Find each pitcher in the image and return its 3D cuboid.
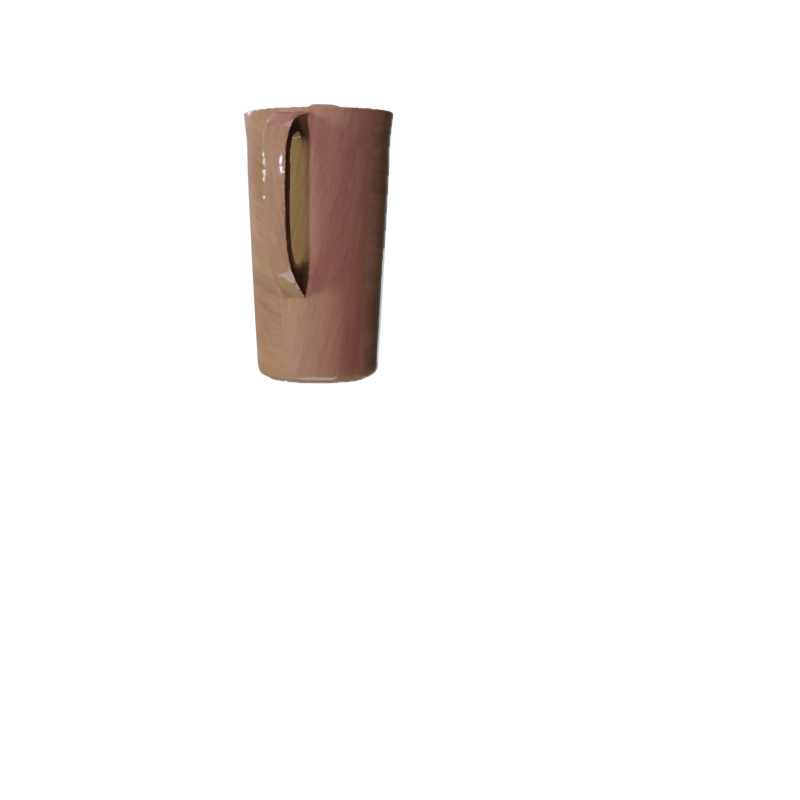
[{"bbox_3d":[-0.077,-0.140,0.982,0.145,0.242,0.150,-1,3,-28],"label":"pitcher"}]
